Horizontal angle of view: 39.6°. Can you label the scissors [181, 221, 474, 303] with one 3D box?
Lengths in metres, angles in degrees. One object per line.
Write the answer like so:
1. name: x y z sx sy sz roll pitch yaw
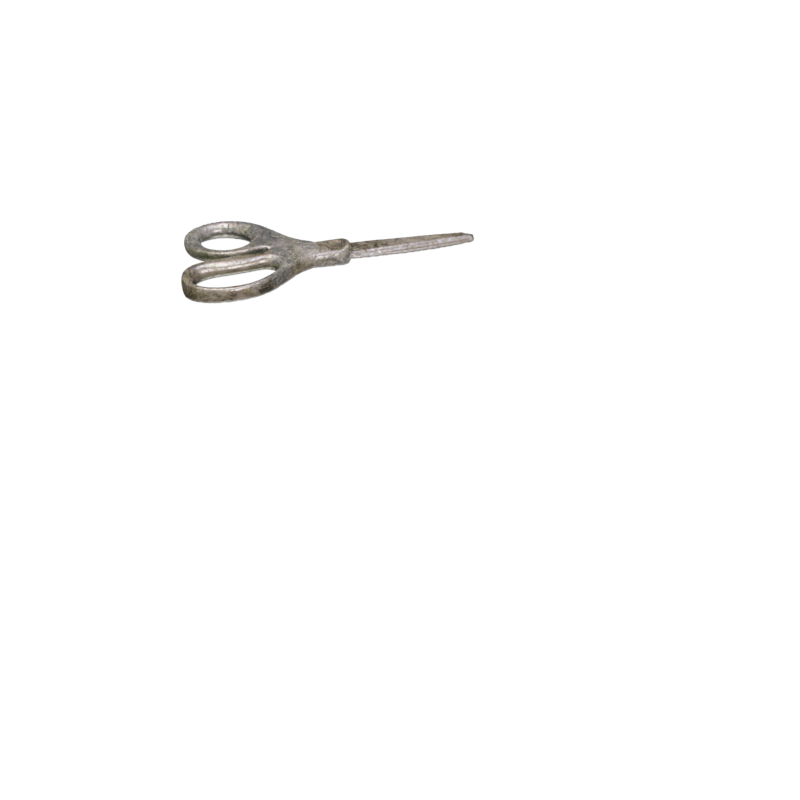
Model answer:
1. scissors: -0.059 -0.108 0.759 0.199 0.015 0.104 -18 40 -23
